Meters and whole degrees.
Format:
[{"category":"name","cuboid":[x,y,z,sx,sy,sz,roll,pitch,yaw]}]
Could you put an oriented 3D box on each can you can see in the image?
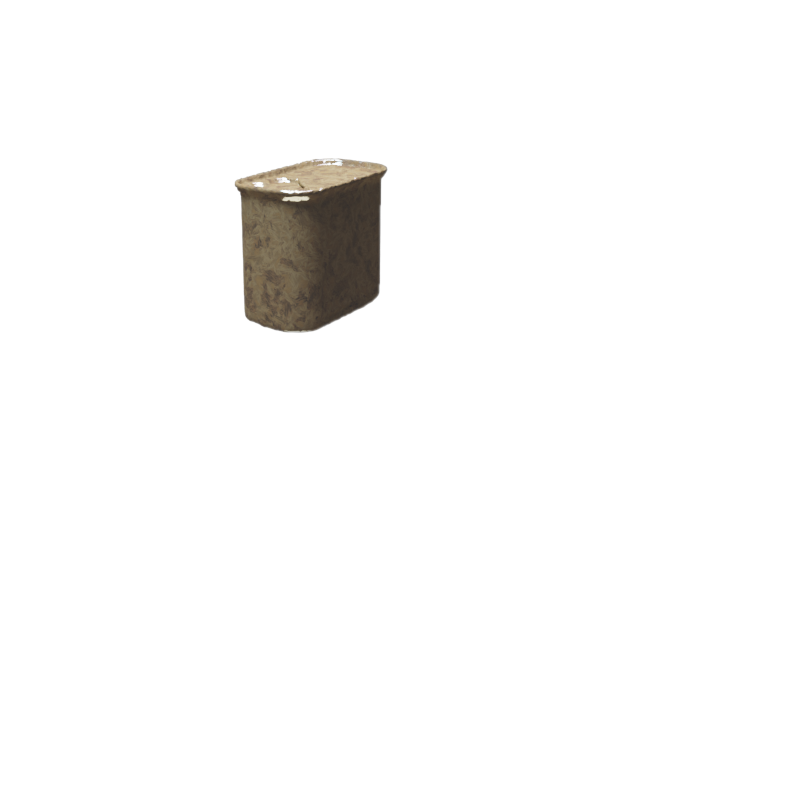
[{"category":"can","cuboid":[-0.052,-0.095,0.664,0.060,0.081,0.101,11,21,29]}]
